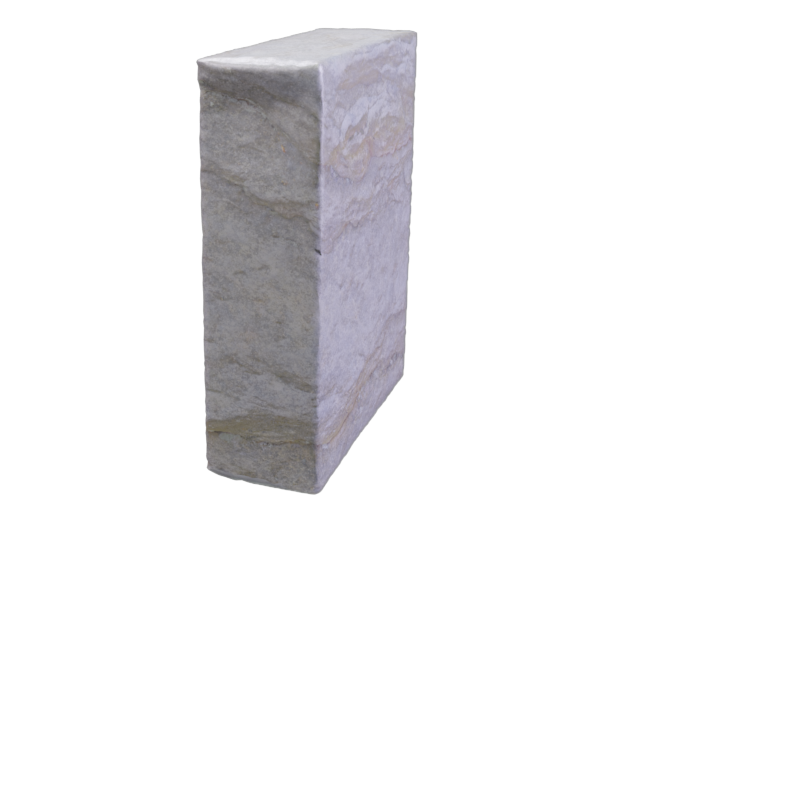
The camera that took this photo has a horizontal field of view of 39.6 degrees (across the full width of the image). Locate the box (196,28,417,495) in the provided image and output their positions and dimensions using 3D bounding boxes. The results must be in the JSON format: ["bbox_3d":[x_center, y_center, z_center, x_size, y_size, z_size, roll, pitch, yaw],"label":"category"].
[{"bbox_3d":[-0.047,-0.085,0.596,0.074,0.205,0.167,6,20,15],"label":"box"}]
